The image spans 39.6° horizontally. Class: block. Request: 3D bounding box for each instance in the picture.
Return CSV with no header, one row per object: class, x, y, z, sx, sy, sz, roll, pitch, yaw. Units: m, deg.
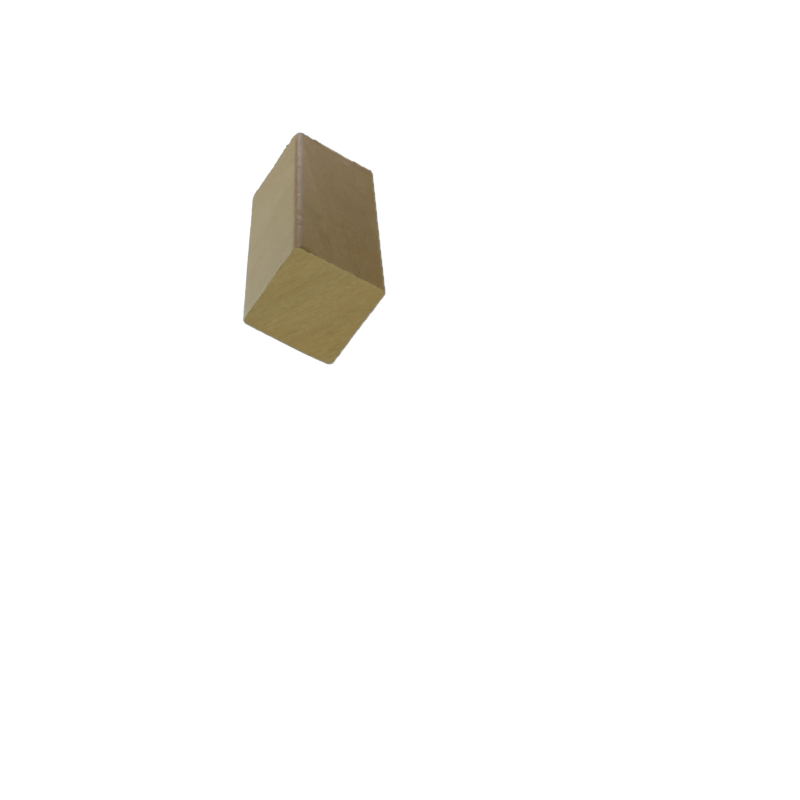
block,-0.079,-0.142,0.995,0.087,0.088,0.221,26,31,-21
